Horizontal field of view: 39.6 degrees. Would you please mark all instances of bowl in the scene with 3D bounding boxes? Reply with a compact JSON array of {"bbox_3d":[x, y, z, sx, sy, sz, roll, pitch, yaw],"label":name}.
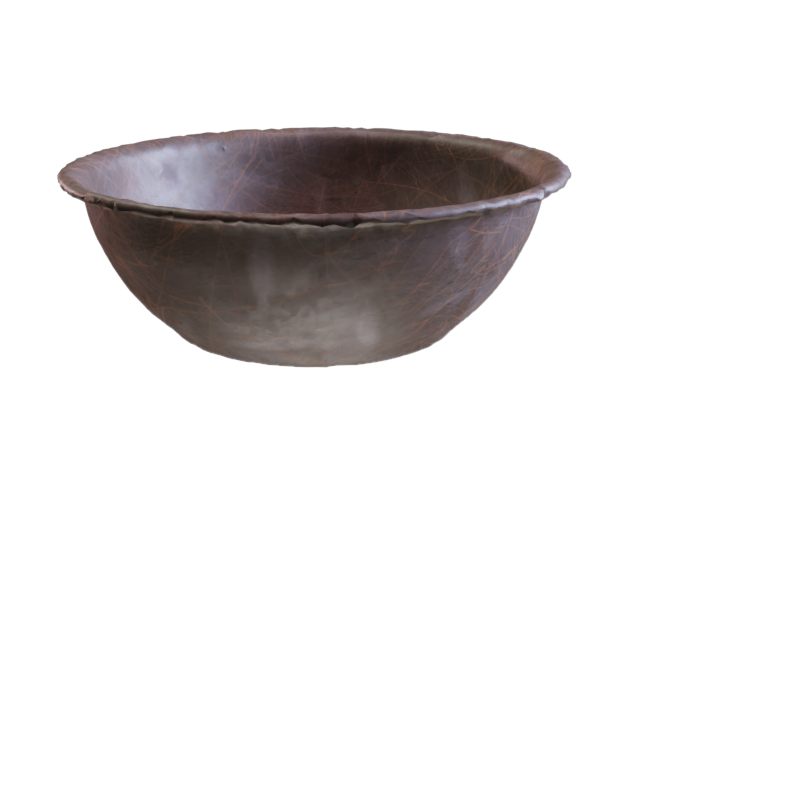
[{"bbox_3d":[-0.028,-0.052,0.363,0.162,0.053,0.169,-1,21,-2],"label":"bowl"}]
